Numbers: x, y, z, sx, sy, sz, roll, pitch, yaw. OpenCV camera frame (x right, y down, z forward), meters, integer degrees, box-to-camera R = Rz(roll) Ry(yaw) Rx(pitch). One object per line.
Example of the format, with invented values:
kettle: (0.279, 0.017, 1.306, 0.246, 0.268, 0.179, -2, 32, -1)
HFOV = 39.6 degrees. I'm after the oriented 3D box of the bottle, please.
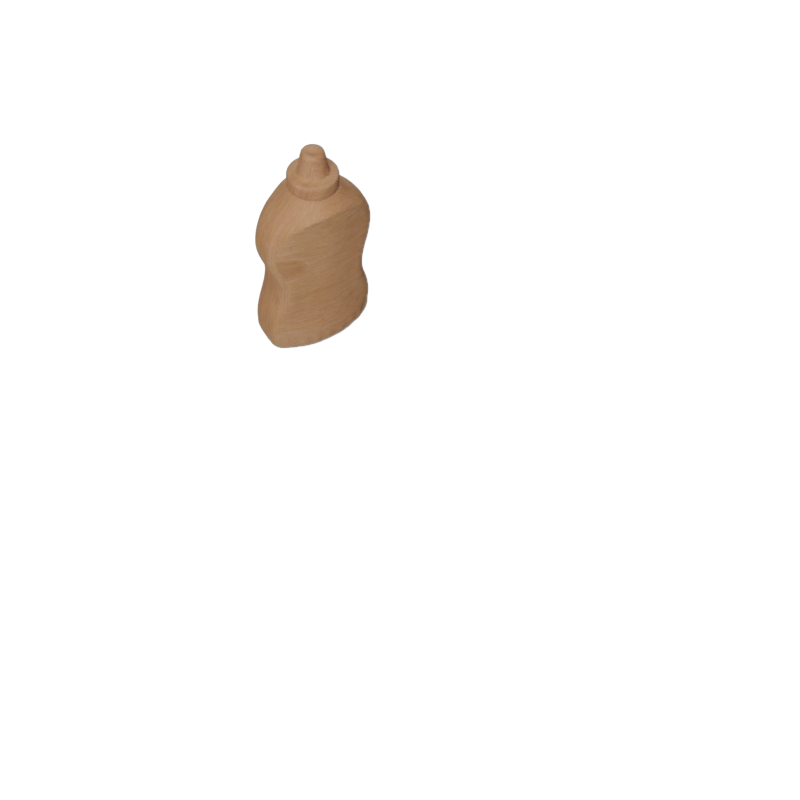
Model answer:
bottle: (-0.070, -0.128, 0.896, 0.095, 0.063, 0.179, -23, -35, -21)
